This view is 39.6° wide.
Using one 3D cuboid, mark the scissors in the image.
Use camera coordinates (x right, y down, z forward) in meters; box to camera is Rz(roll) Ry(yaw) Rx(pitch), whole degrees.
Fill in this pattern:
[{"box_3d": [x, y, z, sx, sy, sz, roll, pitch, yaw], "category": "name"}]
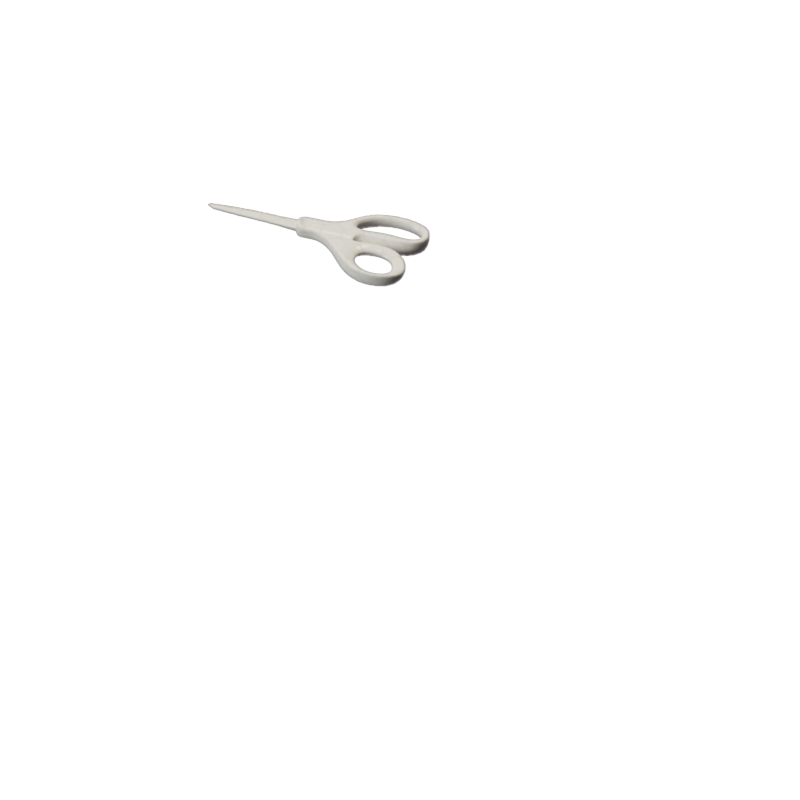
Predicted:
[{"box_3d": [-0.076, -0.138, 0.969, 0.203, 0.015, 0.102, 3, 42, 4], "category": "scissors"}]
